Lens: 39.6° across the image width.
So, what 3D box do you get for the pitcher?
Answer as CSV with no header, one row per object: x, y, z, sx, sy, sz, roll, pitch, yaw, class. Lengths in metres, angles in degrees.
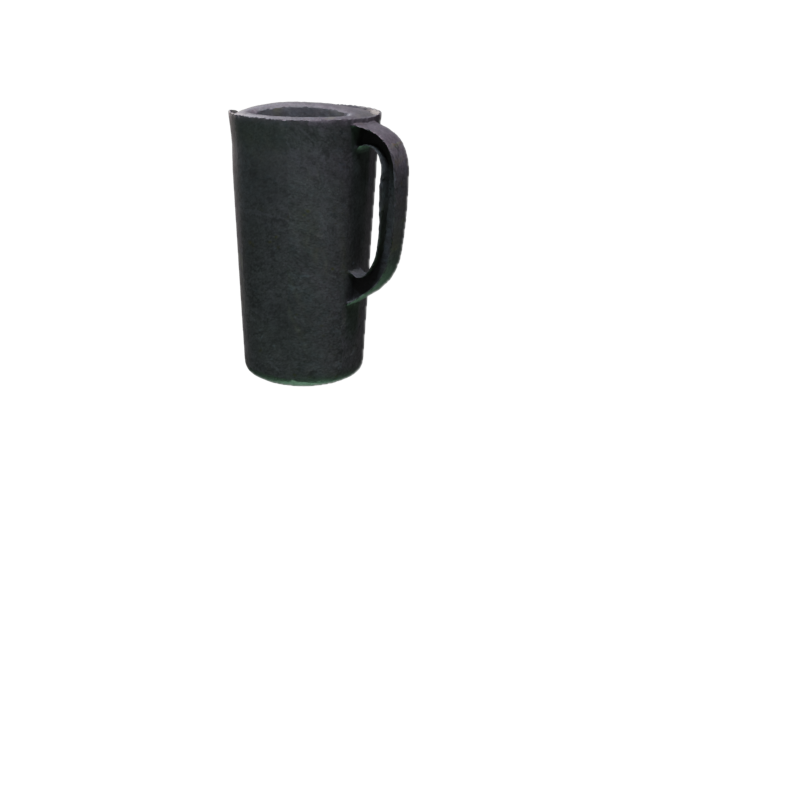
-0.076,-0.139,0.975,0.144,0.235,0.156,-1,15,-8,pitcher
